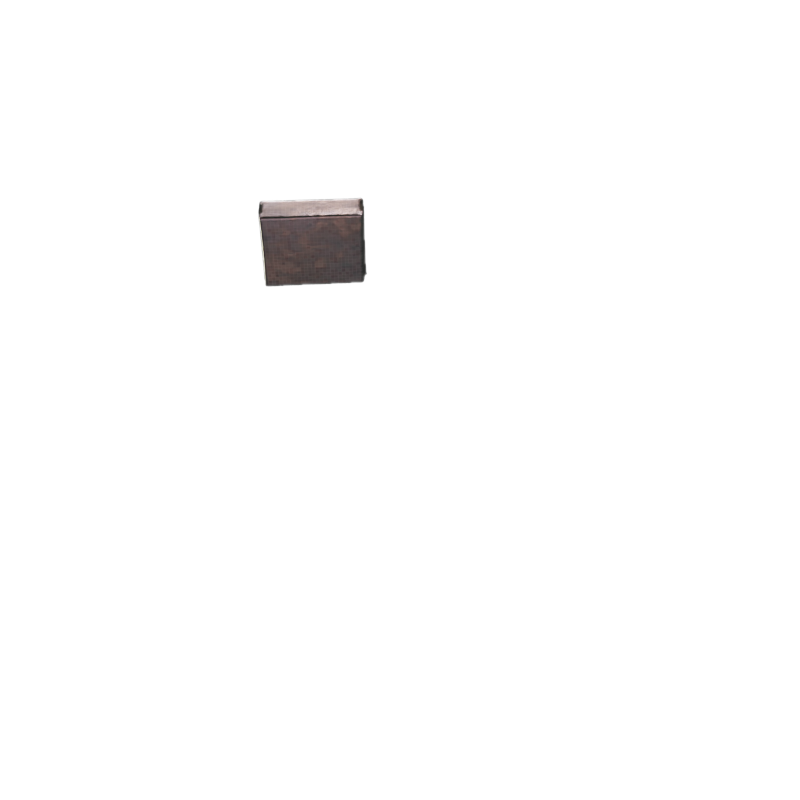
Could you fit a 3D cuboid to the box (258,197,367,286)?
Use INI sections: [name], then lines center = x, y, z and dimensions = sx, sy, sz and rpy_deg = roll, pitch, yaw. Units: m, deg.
[box]
center = -0.074, -0.136, 0.950
dimensions = 0.089, 0.068, 0.032
rpy_deg = -2, 39, 1
